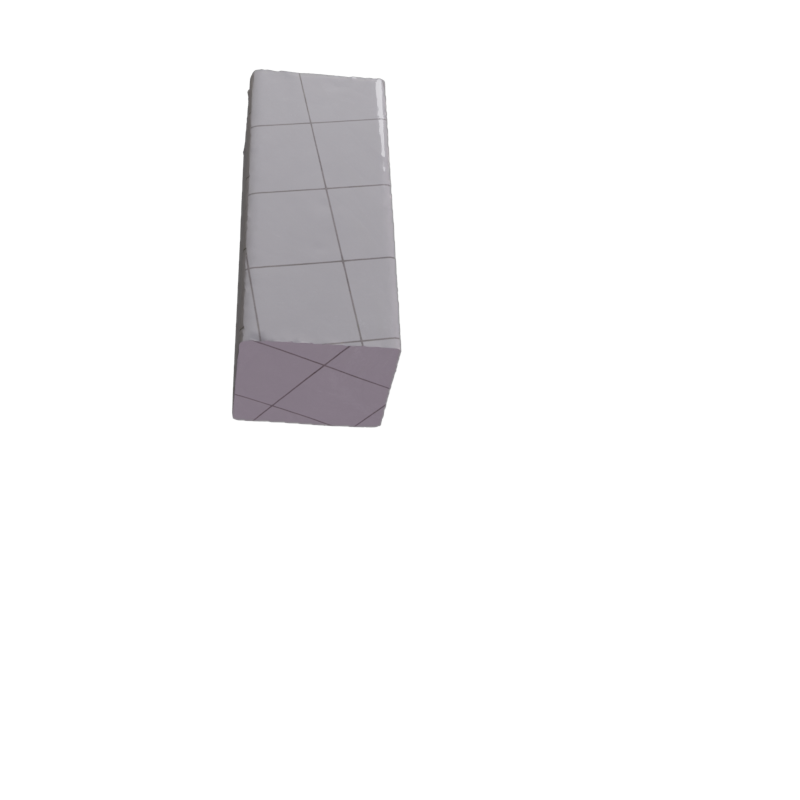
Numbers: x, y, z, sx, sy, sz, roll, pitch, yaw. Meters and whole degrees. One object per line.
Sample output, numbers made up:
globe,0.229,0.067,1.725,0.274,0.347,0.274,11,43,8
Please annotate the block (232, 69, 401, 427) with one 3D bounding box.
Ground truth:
block,-0.054,-0.097,0.683,0.089,0.221,0.085,3,-35,-8
